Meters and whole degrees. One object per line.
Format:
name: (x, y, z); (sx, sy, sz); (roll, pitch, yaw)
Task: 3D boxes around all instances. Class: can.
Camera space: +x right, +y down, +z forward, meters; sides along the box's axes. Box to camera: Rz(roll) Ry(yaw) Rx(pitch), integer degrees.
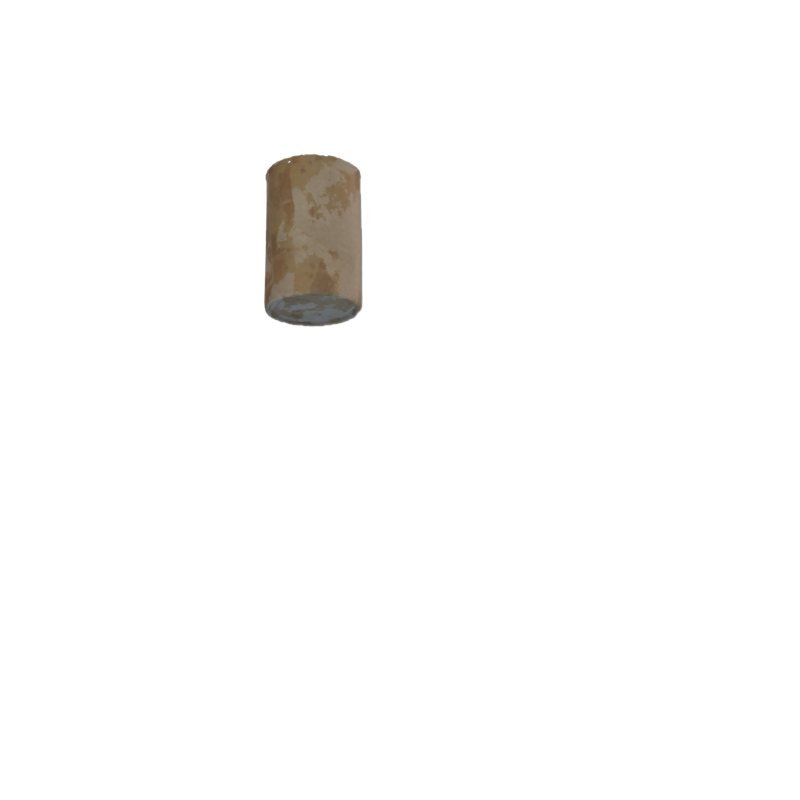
can: (-0.060, -0.109, 0.767); (0.068, 0.107, 0.065); (0, -21, -2)
